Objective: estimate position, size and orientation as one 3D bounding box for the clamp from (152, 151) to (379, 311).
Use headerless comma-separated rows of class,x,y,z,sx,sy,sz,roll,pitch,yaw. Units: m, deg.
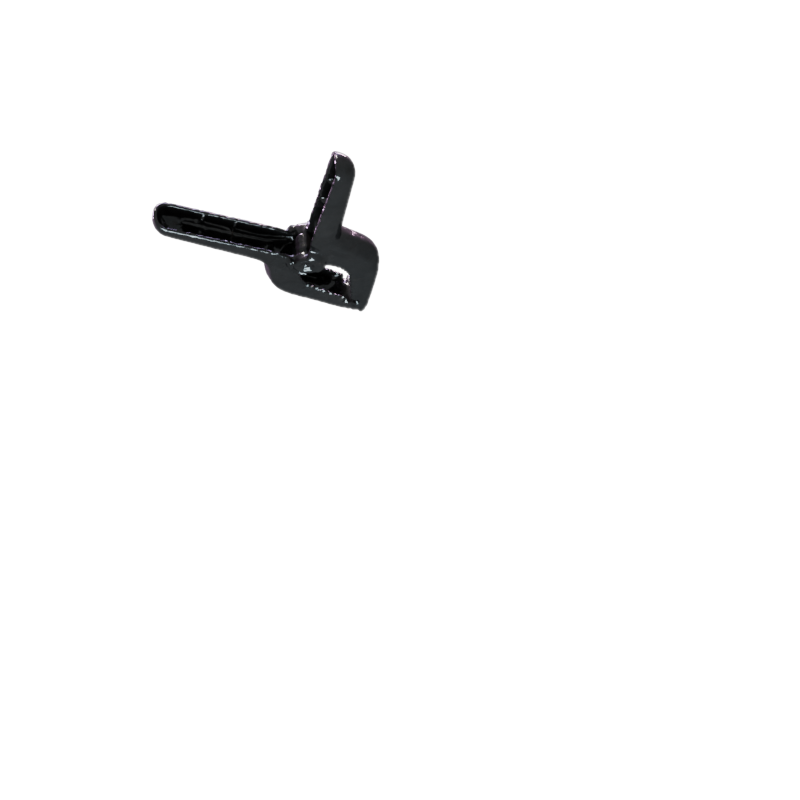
clamp,-0.068,-0.125,0.872,0.167,0.038,0.195,-14,-26,29
